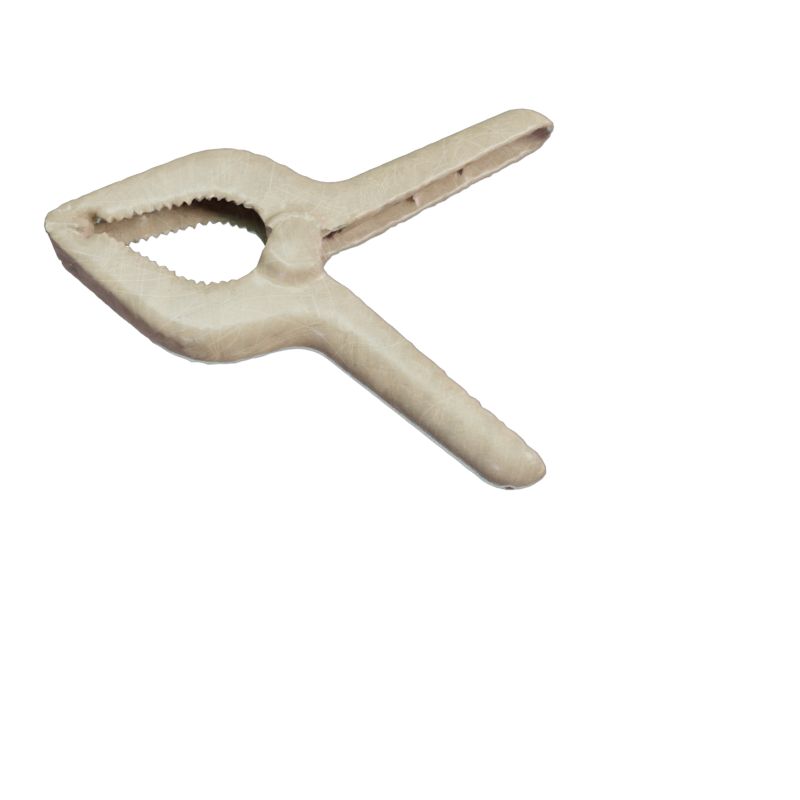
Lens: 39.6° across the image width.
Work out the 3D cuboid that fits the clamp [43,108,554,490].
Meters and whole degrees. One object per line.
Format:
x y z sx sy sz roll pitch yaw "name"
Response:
-0.035 -0.064 0.450 0.212 0.173 0.034 12 -27 6 "clamp"
